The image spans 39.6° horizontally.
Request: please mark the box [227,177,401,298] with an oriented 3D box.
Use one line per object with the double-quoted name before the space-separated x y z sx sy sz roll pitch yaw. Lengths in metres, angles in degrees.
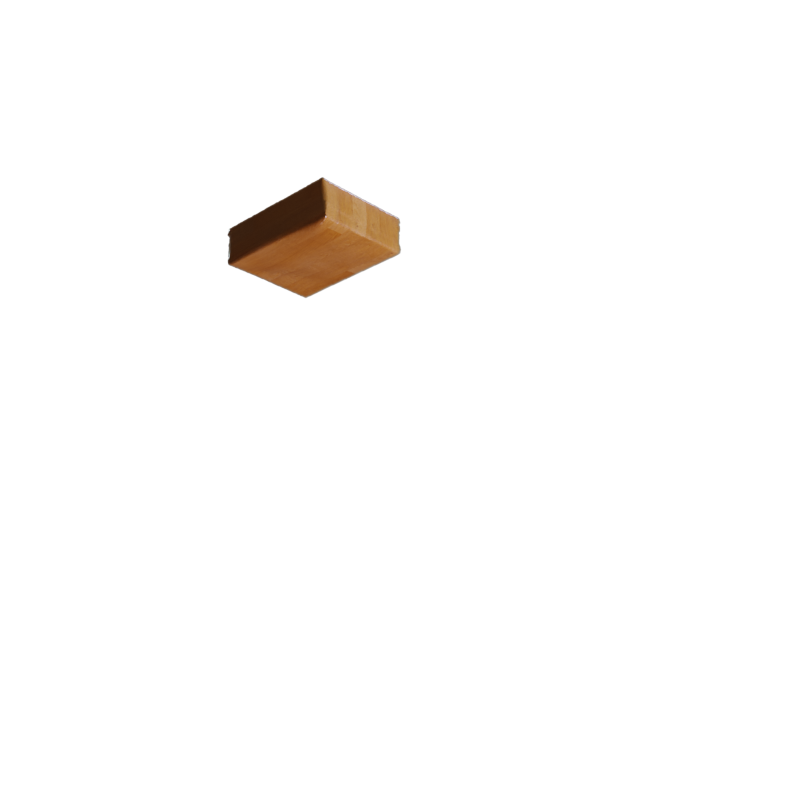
"box" -0.070 -0.127 0.891 0.115 0.041 0.084 -19 -28 39
